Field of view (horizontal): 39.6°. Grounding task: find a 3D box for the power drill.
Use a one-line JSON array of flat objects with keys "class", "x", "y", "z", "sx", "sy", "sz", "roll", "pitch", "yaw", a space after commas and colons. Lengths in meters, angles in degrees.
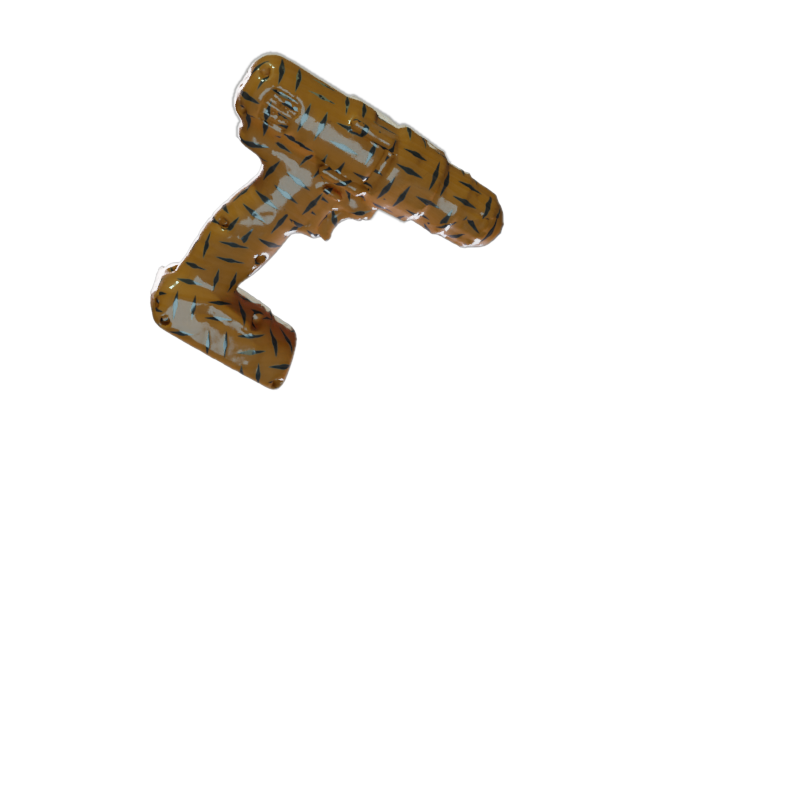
[{"class": "power drill", "x": -0.054, "y": -0.098, "z": 0.690, "sx": 0.179, "sy": 0.184, "sz": 0.060, "roll": 32, "pitch": 21, "yaw": -14}]
